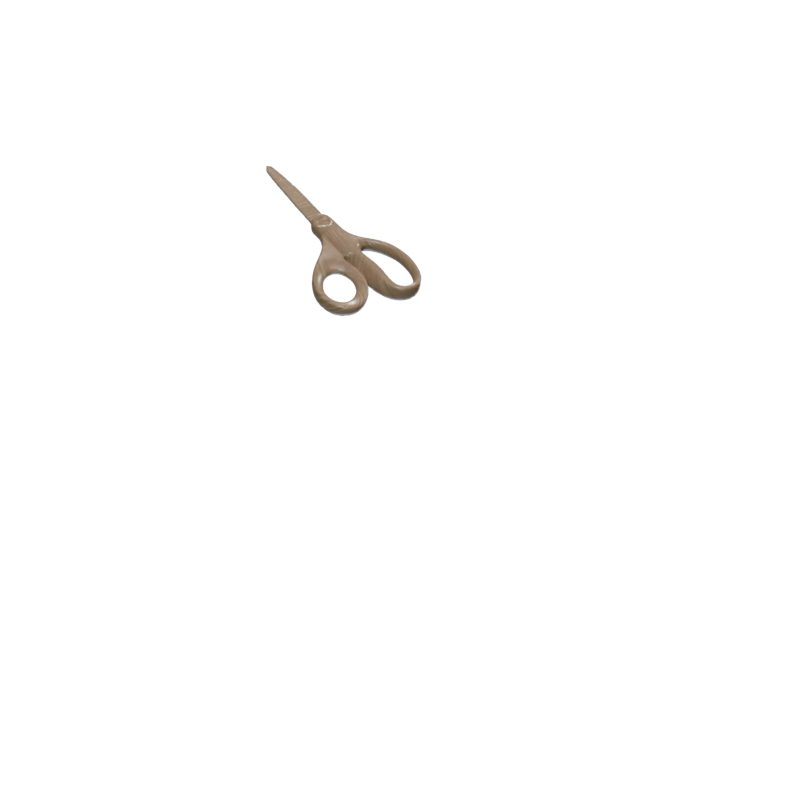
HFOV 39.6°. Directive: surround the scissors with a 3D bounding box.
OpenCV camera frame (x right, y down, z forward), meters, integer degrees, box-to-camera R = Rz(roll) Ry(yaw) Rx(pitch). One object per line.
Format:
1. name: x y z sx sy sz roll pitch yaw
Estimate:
1. scissors: -0.073 -0.134 0.936 0.214 0.015 0.097 34 55 28
